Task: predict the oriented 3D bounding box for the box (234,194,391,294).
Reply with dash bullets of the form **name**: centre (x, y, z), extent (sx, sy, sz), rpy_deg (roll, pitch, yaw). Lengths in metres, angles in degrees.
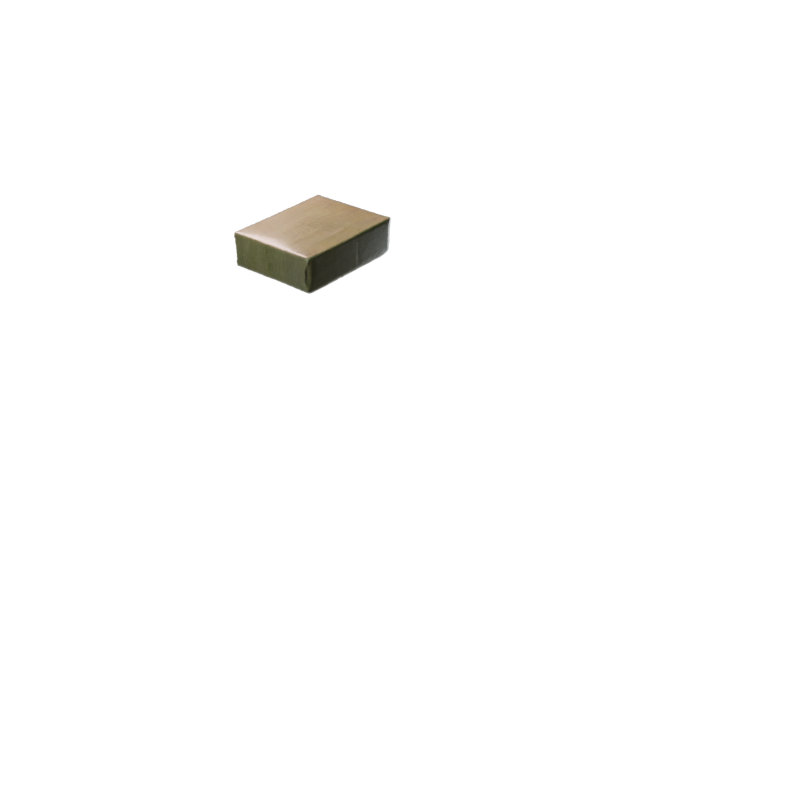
- **box**: centre (-0.077, -0.141, 0.985), extent (0.095, 0.037, 0.113), rpy_deg (23, 37, 34)
